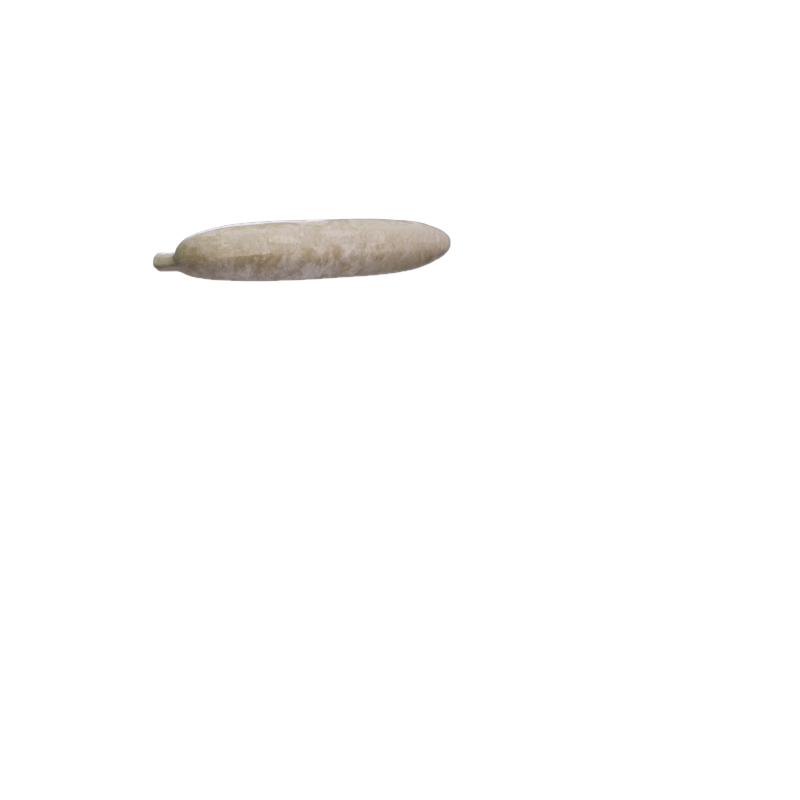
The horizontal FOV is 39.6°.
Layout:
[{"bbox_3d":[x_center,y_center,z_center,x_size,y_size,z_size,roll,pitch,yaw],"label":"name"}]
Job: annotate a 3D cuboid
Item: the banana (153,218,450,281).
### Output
[{"bbox_3d":[-0.055,-0.097,0.700,0.195,0.036,0.073,-3,15,-12],"label":"banana"}]
